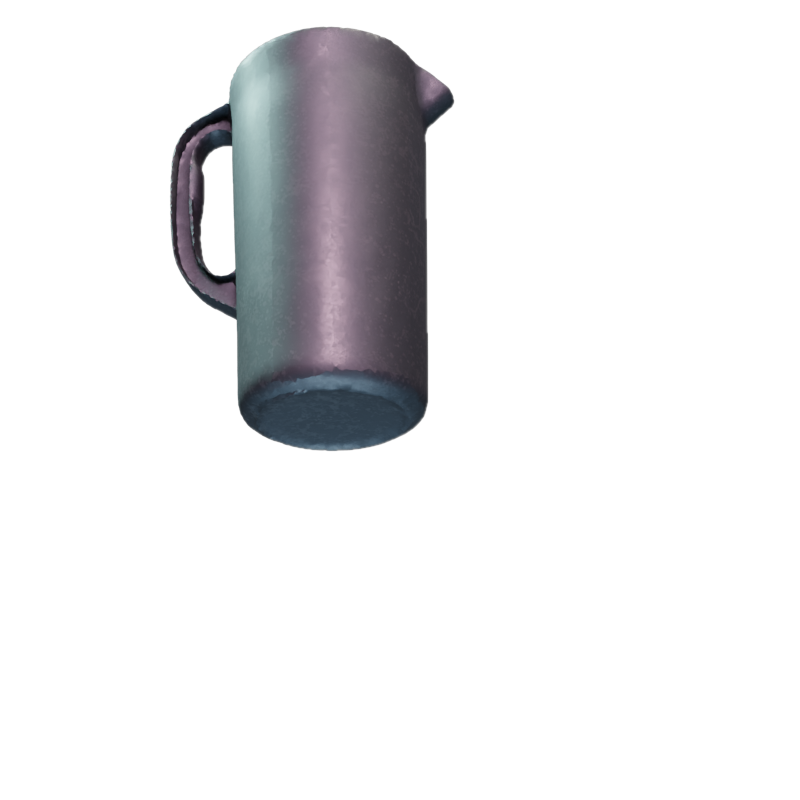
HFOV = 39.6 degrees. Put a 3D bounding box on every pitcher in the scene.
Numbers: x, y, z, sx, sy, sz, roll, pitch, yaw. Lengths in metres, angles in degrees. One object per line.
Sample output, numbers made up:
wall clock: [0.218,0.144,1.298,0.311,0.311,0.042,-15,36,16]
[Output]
pitcher: [-0.054,-0.098,0.688,0.138,0.259,0.147,17,-34,-31]
